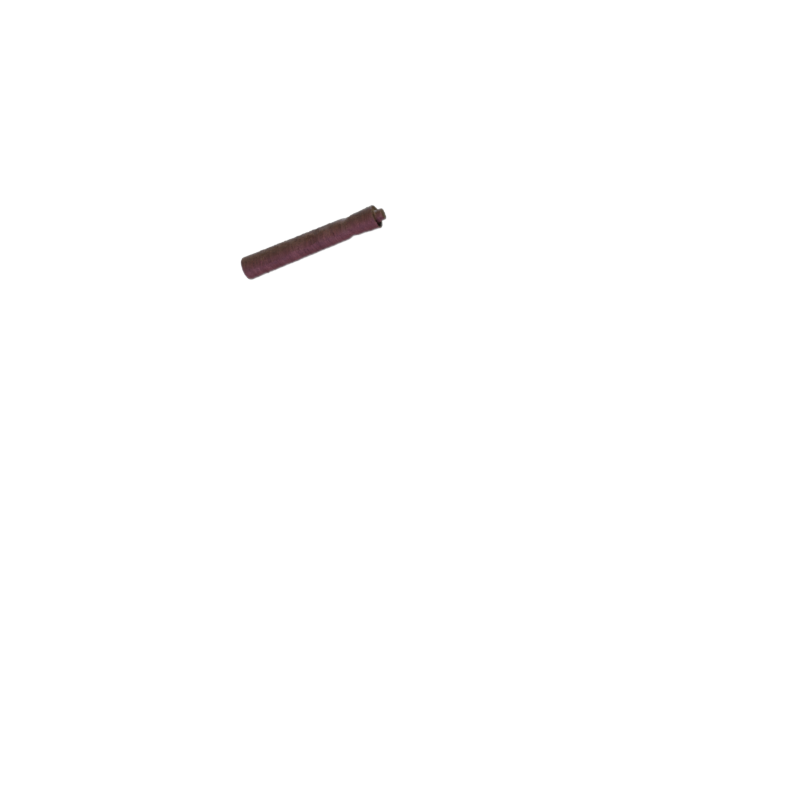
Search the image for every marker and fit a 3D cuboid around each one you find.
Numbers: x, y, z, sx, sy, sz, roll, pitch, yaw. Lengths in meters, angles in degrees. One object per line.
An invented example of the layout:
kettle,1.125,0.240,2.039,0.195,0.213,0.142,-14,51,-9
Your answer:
marker,-0.066,-0.121,0.849,0.122,0.020,0.019,-19,-3,20
